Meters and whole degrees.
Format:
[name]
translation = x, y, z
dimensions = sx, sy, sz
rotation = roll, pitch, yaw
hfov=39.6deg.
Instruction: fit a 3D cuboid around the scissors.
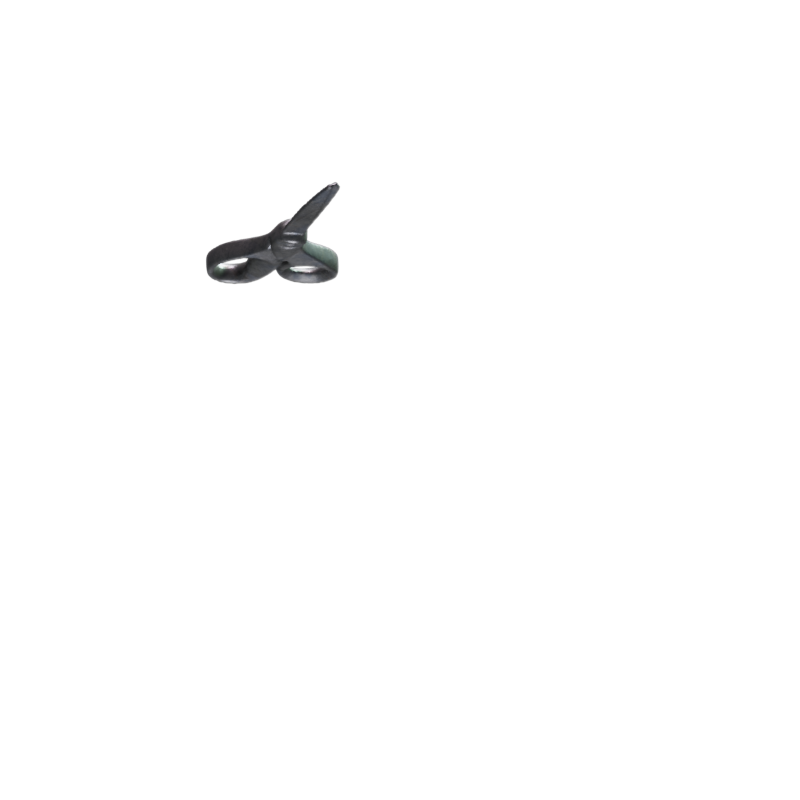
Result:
[scissors]
translation = -0.053, -0.097, 0.681
dimensions = 0.092, 0.016, 0.204
rotation = 5, -9, -33
